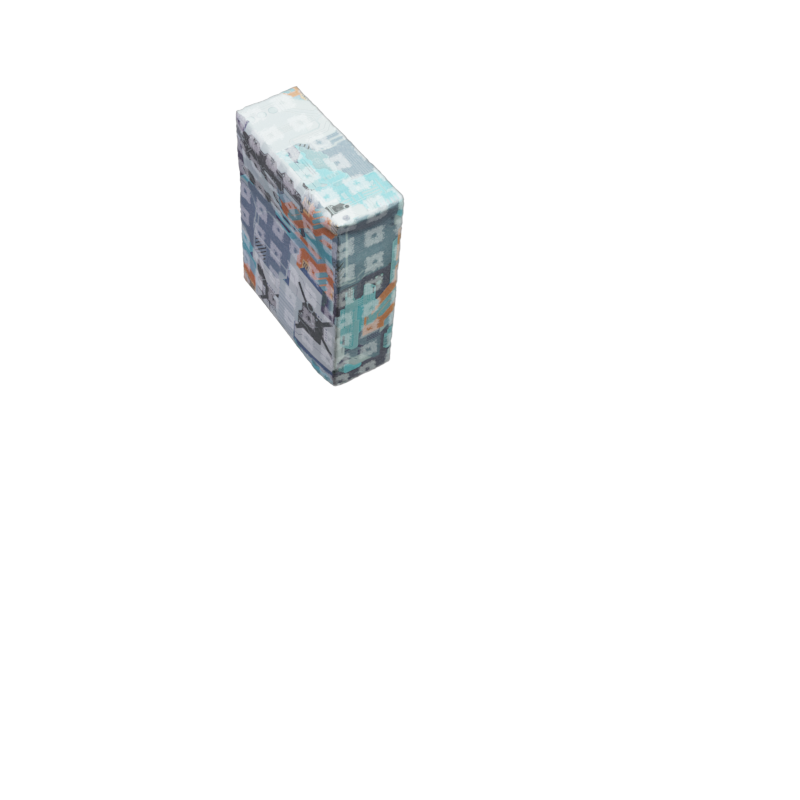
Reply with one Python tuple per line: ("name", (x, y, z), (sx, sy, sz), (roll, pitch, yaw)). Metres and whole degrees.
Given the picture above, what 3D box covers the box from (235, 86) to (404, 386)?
("box", (-0.076, -0.139, 0.971), (0.071, 0.176, 0.199), (-26, -34, -22))
